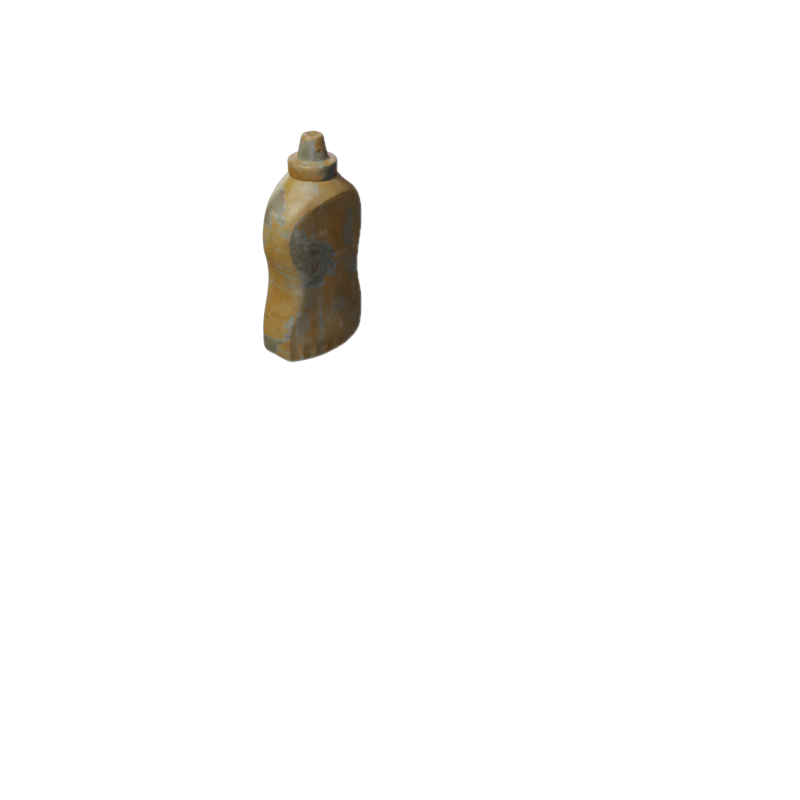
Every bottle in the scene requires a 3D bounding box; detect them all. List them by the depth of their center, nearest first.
[{"bbox_3d":[-0.073,-0.133,0.931,0.062,0.181,0.095,26,37,36],"label":"bottle"}]
